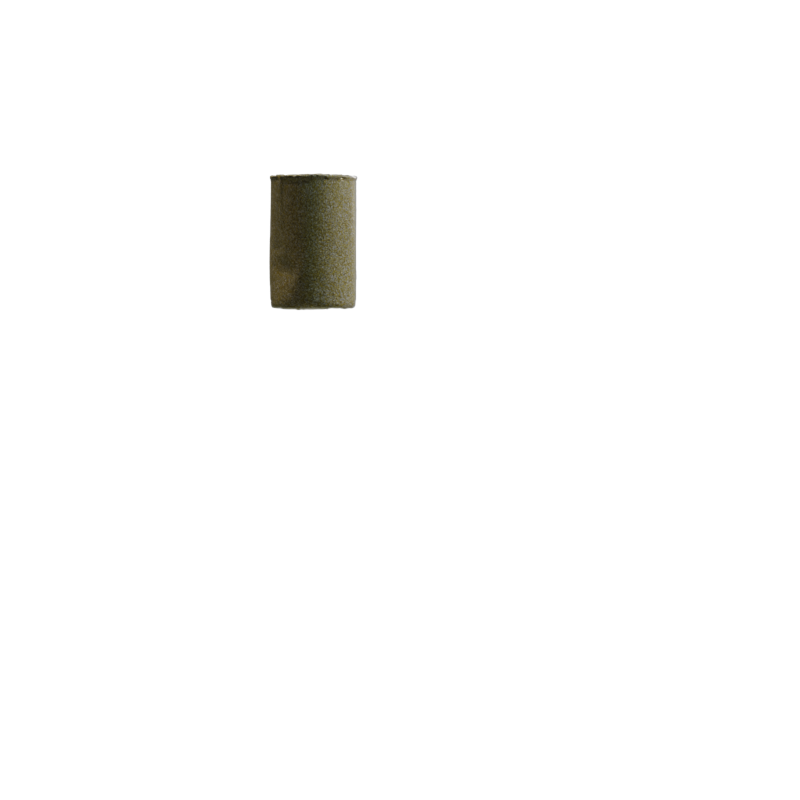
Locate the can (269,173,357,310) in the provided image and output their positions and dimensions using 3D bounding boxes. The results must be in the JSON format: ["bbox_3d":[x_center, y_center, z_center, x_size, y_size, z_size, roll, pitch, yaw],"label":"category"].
[{"bbox_3d":[-0.067,-0.123,0.858,0.068,0.102,0.069,0,2,-2],"label":"can"}]
